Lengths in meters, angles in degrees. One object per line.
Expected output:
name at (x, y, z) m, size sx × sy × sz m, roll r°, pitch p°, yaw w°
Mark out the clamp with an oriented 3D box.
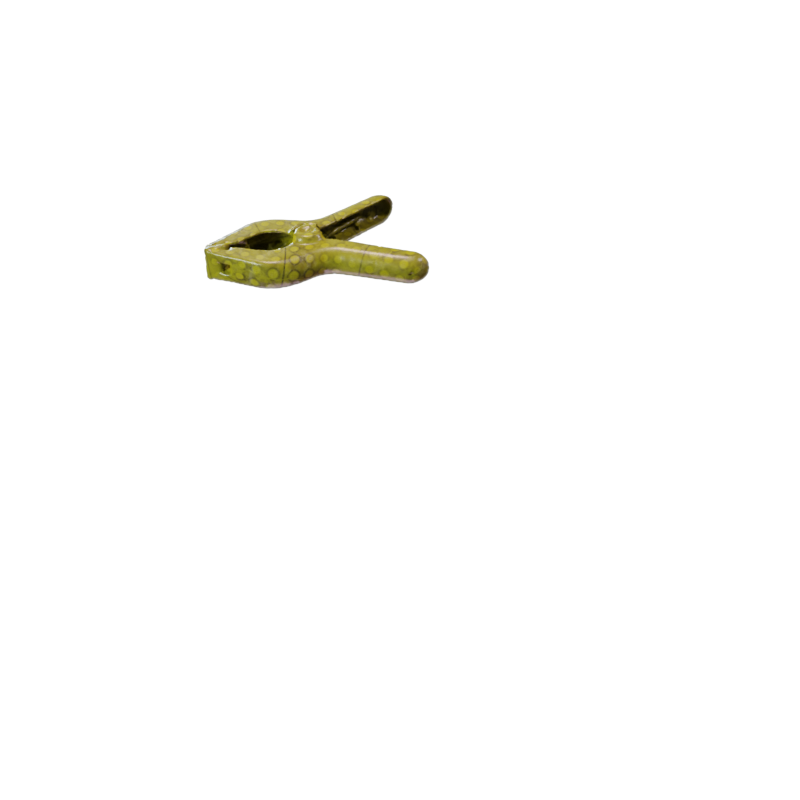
clamp at (-0.069, -0.127, 0.887) m, size 0.171 × 0.037 × 0.128 m, roll -2°, pitch 29°, yaw -4°
